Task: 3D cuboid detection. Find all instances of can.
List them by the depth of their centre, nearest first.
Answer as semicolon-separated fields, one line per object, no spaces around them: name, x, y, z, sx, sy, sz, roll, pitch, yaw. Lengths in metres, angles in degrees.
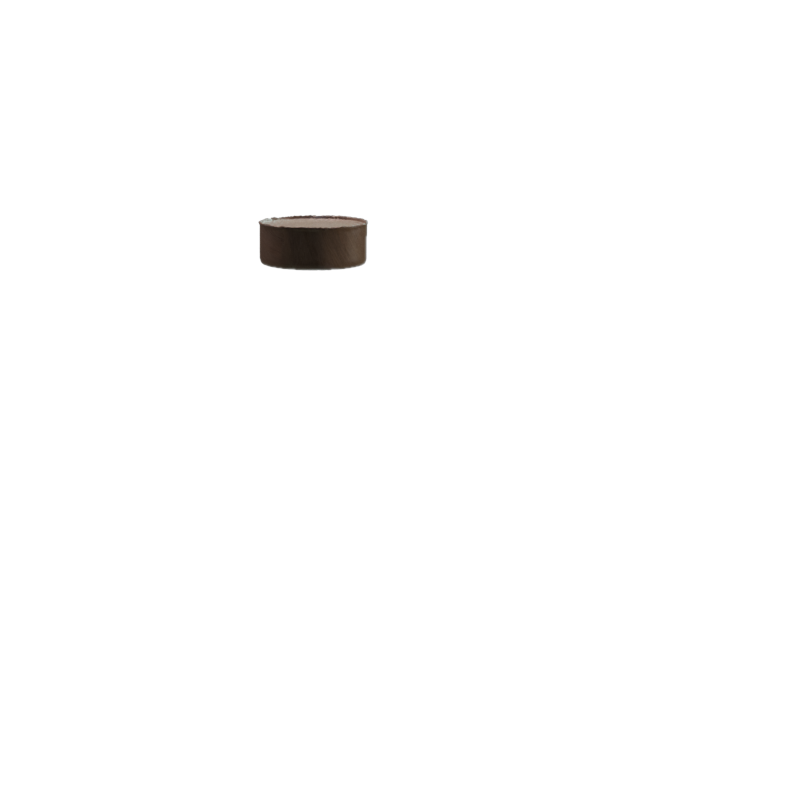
can;-0.068;-0.124;0.871;0.086;0.033;0.088;0;14;-2
